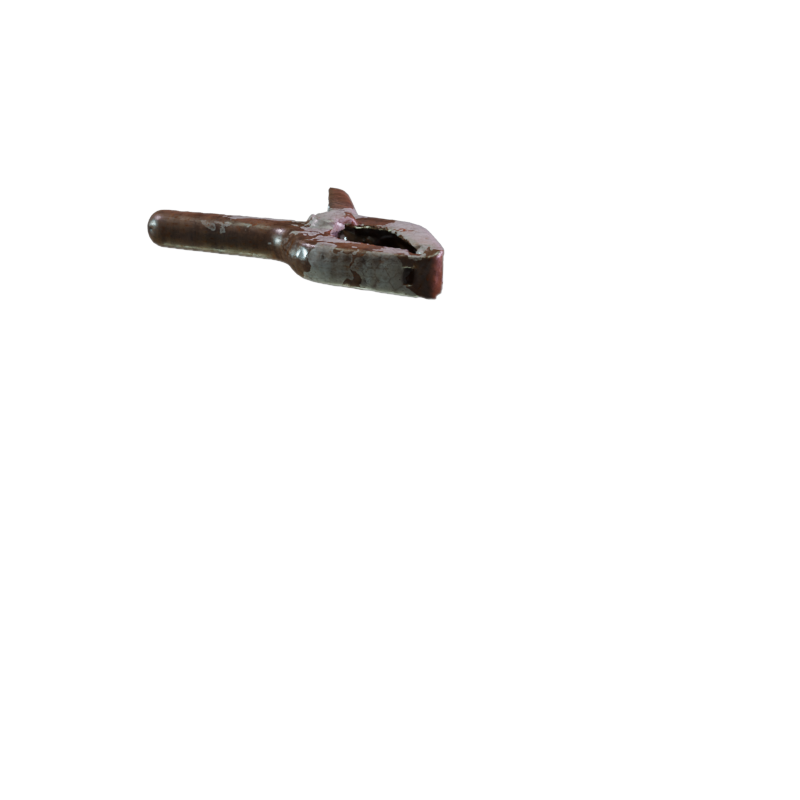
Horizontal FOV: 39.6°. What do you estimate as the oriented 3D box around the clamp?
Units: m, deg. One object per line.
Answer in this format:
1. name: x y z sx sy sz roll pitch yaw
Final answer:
1. clamp: -0.056 -0.102 0.712 0.161 0.035 0.224 -13 25 -30
